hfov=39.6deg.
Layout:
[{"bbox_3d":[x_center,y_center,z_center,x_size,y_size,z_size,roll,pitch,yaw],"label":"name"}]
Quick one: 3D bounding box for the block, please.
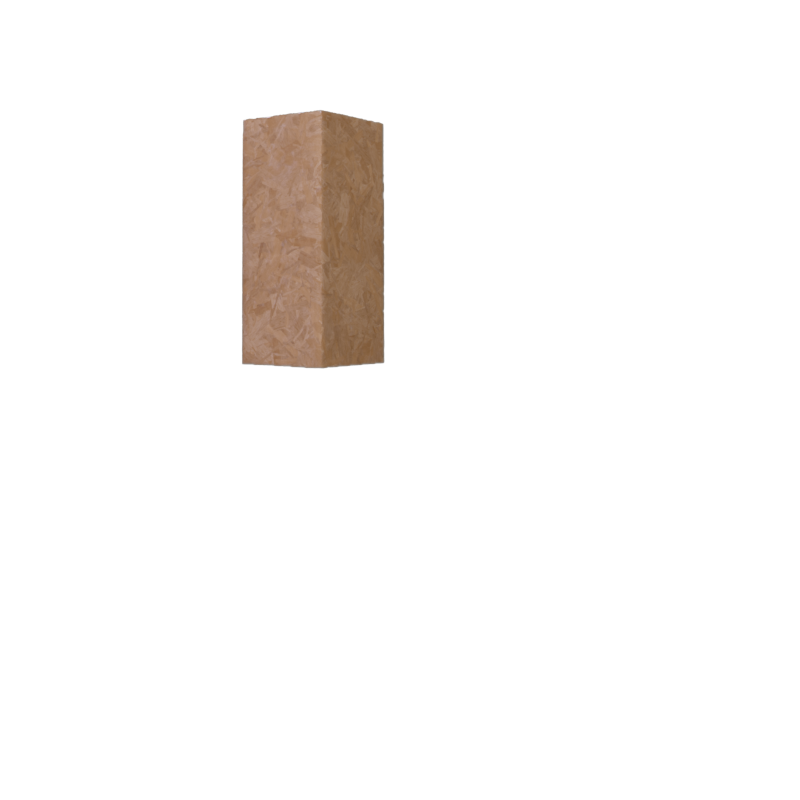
[{"bbox_3d":[-0.074,-0.134,0.941,0.093,0.207,0.087,-1,-2,36],"label":"block"}]
